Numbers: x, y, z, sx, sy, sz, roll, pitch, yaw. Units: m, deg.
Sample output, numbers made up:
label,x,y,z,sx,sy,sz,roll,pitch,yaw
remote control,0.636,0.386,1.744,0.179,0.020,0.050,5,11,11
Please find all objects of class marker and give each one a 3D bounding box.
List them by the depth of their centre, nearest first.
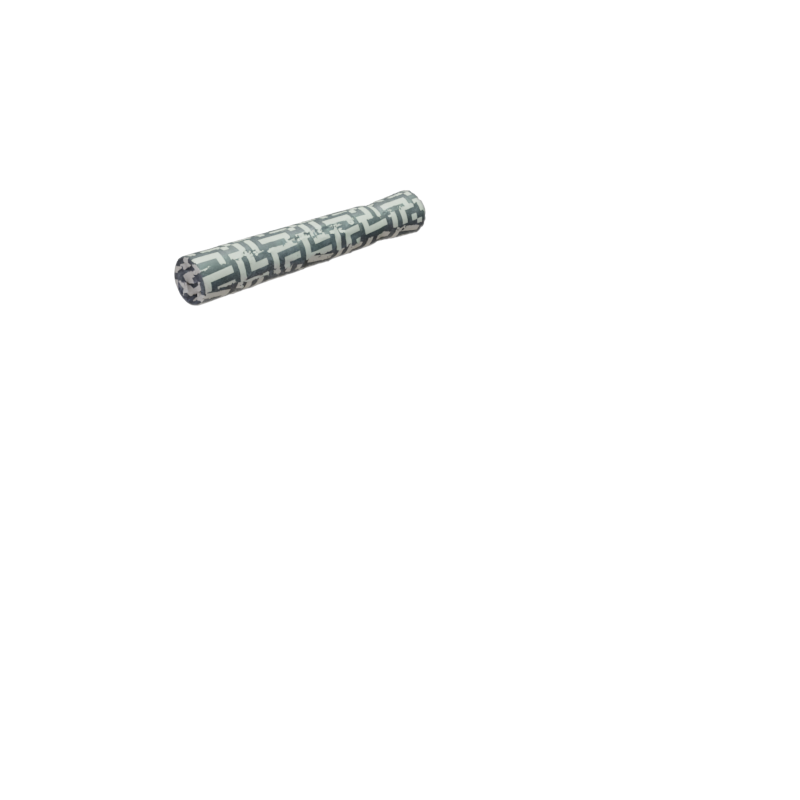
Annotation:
label,x,y,z,sx,sy,sz,roll,pitch,yaw
marker,-0.034,-0.062,0.436,0.120,0.019,0.021,-25,19,-39
